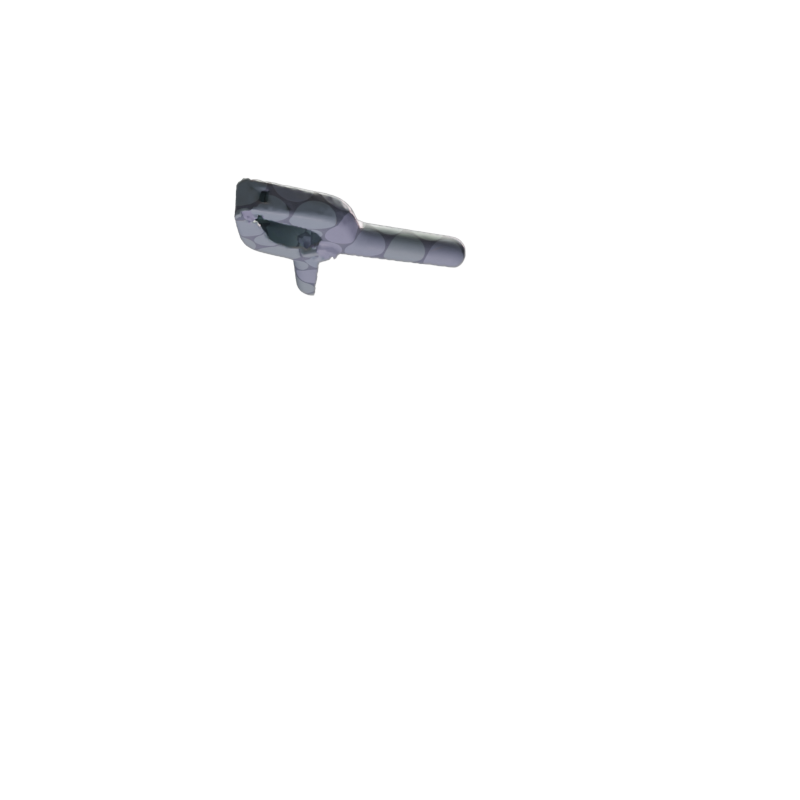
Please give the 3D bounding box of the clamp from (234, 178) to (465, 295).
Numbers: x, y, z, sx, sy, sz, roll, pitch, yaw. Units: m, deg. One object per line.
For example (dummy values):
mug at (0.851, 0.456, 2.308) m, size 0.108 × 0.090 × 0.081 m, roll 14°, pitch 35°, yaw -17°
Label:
clamp at (-0.070, -0.128, 0.898) m, size 0.168 × 0.038 × 0.198 m, roll -11°, pitch -18°, yaw 39°
